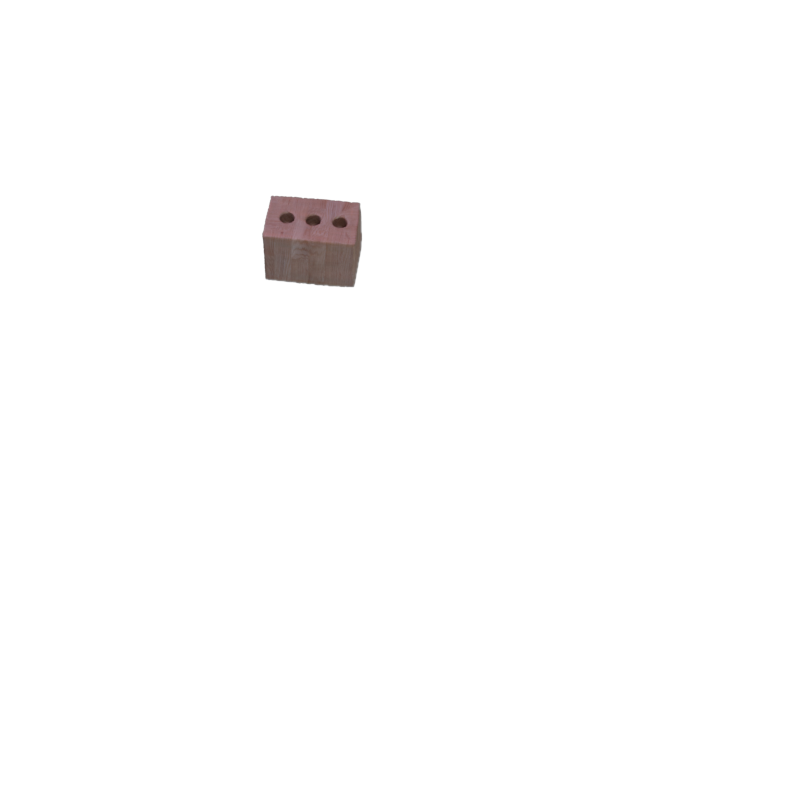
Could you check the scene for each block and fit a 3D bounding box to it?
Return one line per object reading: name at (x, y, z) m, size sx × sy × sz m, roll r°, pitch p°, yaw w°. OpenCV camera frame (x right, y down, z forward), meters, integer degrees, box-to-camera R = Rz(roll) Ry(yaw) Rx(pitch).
block at (-0.072, -0.132, 0.922) m, size 0.078 × 0.056 × 0.048 m, roll 5°, pitch -43°, yaw 3°
